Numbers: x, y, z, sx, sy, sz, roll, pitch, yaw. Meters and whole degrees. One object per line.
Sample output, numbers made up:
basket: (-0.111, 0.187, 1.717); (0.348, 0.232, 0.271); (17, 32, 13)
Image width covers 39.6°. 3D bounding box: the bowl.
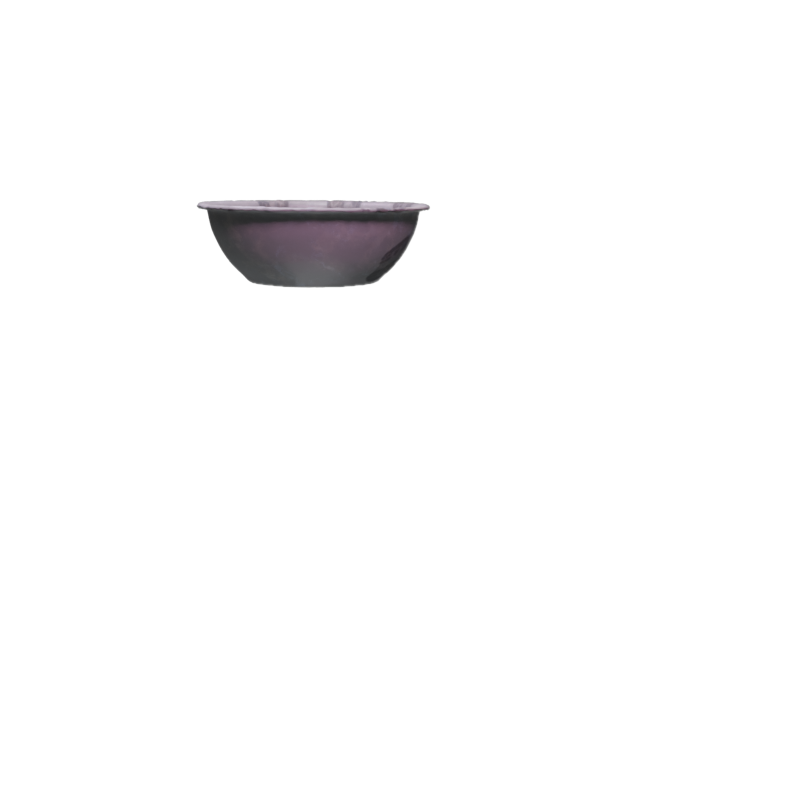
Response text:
bowl: (-0.060, -0.110, 0.771); (0.162, 0.054, 0.165); (0, 11, -2)
